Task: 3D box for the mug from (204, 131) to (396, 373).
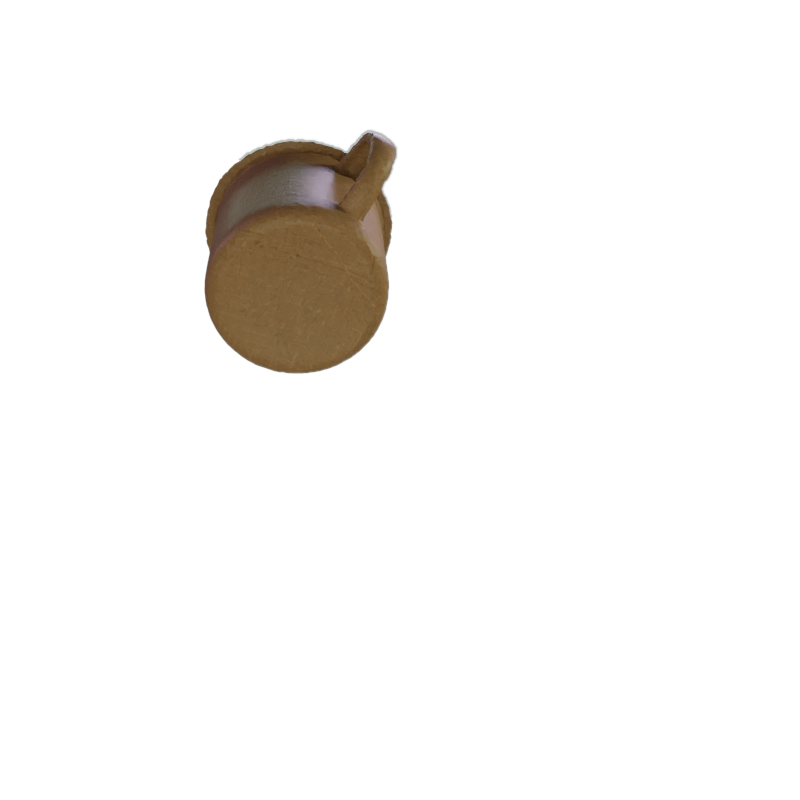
[{"bbox_3d":[-0.040,-0.073,0.514,0.090,0.115,0.086,36,20,-18],"label":"mug"}]
